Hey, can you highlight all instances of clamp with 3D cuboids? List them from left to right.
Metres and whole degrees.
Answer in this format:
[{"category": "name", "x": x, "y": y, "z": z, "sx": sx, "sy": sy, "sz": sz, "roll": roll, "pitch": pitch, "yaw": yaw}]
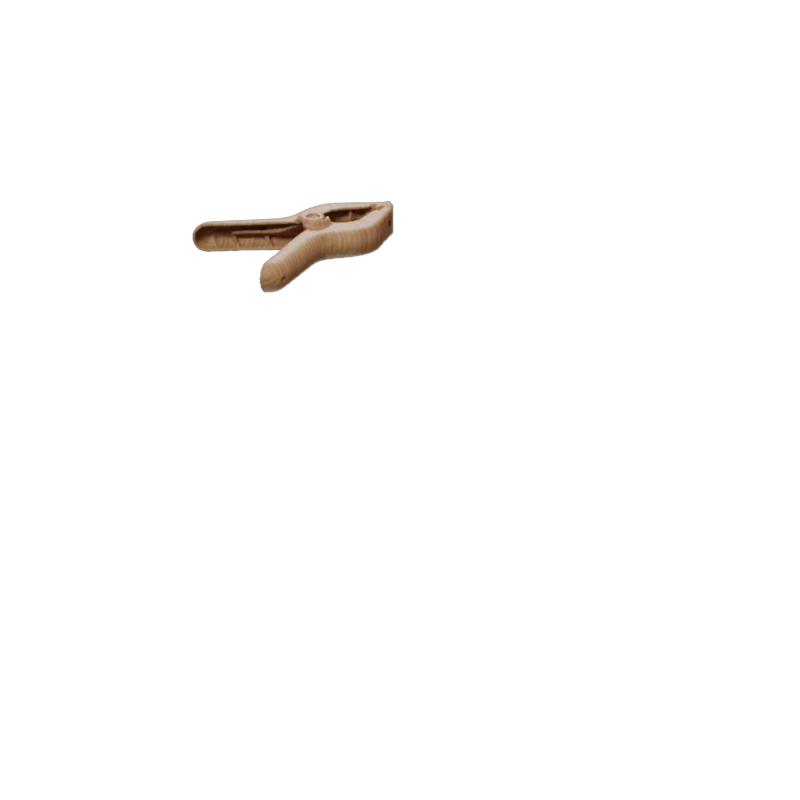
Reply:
[{"category": "clamp", "x": -0.071, "y": -0.129, "z": 0.901, "sx": 0.169, "sy": 0.037, "sz": 0.130, "roll": -16, "pitch": 37, "yaw": -22}]
